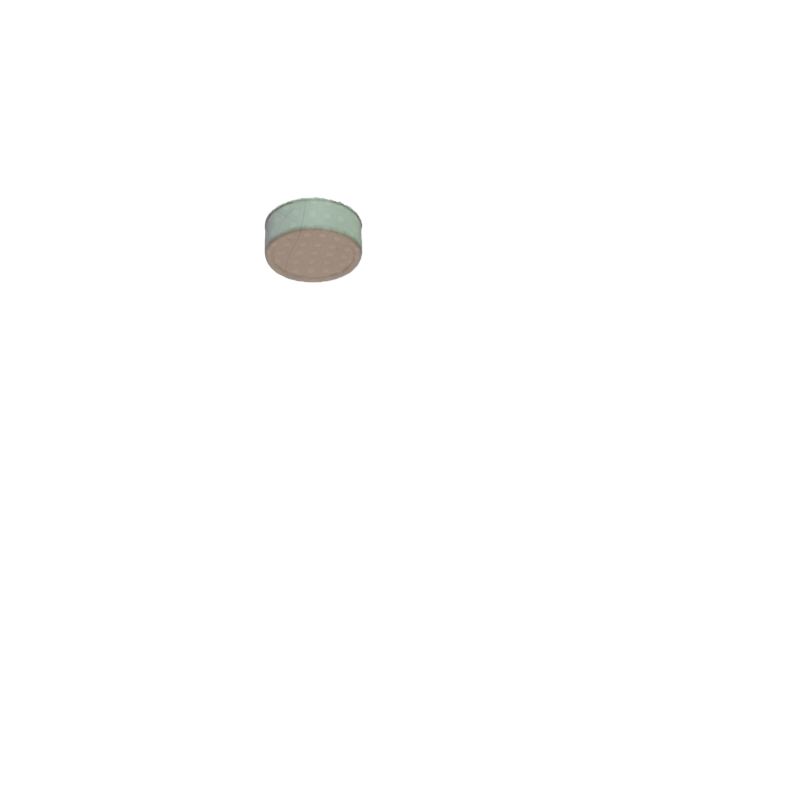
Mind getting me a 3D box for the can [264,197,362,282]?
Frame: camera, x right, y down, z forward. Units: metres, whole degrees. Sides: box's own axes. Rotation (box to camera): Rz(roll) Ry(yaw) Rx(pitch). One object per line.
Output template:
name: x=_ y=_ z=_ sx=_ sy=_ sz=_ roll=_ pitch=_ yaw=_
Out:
can: x=-0.076 y=-0.138 z=0.964 sx=0.086 sy=0.036 sz=0.081 roll=1 pitch=-29 yaw=-2
